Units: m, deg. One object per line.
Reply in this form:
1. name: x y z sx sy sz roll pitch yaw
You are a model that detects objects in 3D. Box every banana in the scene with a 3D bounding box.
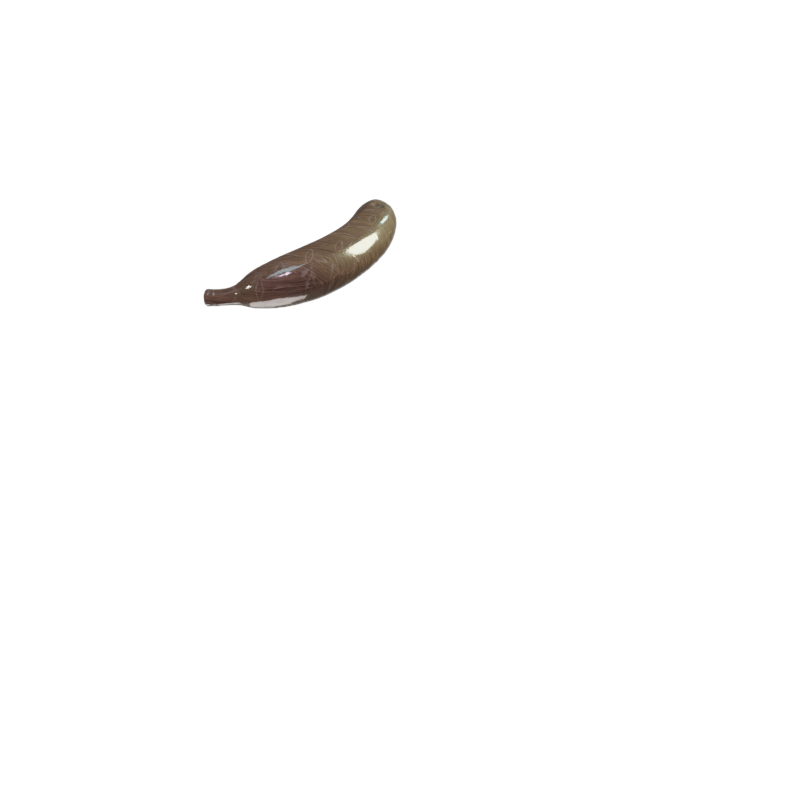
1. banana: -0.051 -0.108 0.801 0.073 0.035 0.198 20 36 31
